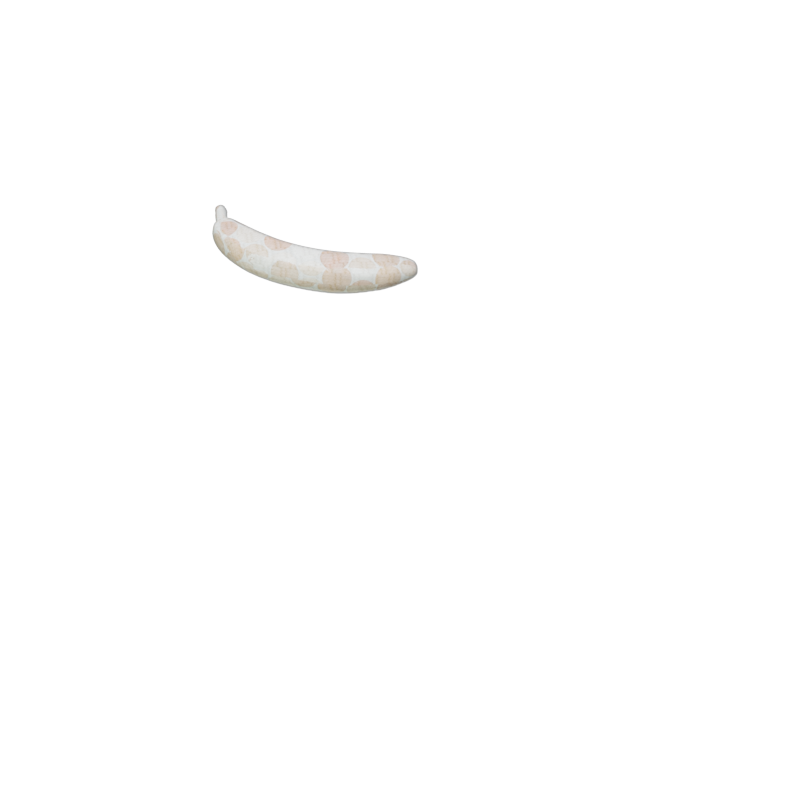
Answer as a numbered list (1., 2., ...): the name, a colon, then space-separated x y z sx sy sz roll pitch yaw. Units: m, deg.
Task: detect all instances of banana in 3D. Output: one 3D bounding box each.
1. banana: -0.086 -0.126 0.965 0.204 0.072 0.034 19 -36 15
